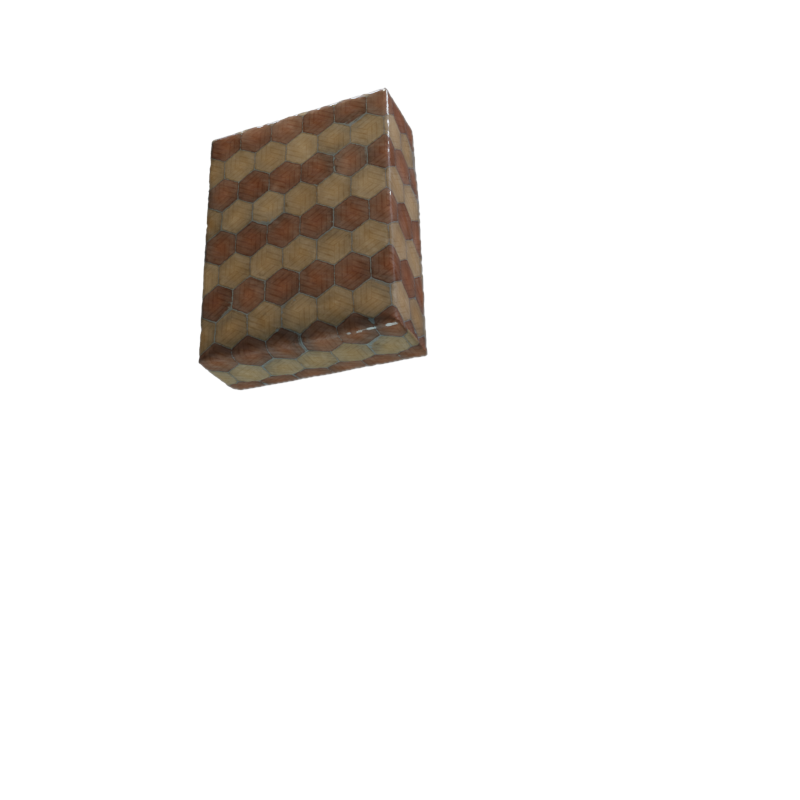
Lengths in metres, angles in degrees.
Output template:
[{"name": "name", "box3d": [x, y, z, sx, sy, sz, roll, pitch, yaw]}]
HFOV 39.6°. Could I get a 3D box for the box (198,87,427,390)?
[{"name": "box", "box3d": [-0.069, -0.126, 0.882, 0.166, 0.228, 0.066, -13, -32, 19]}]
